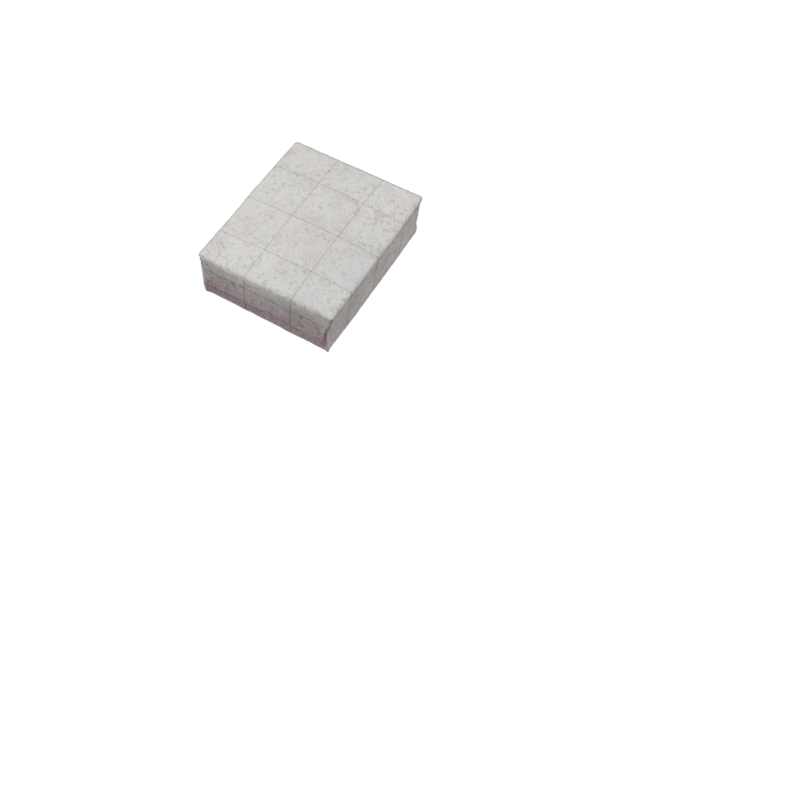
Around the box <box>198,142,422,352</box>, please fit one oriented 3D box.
[{"bbox_3d":[-0.052,-0.095,0.662,0.093,0.117,0.036,24,-33,16],"label":"box"}]
